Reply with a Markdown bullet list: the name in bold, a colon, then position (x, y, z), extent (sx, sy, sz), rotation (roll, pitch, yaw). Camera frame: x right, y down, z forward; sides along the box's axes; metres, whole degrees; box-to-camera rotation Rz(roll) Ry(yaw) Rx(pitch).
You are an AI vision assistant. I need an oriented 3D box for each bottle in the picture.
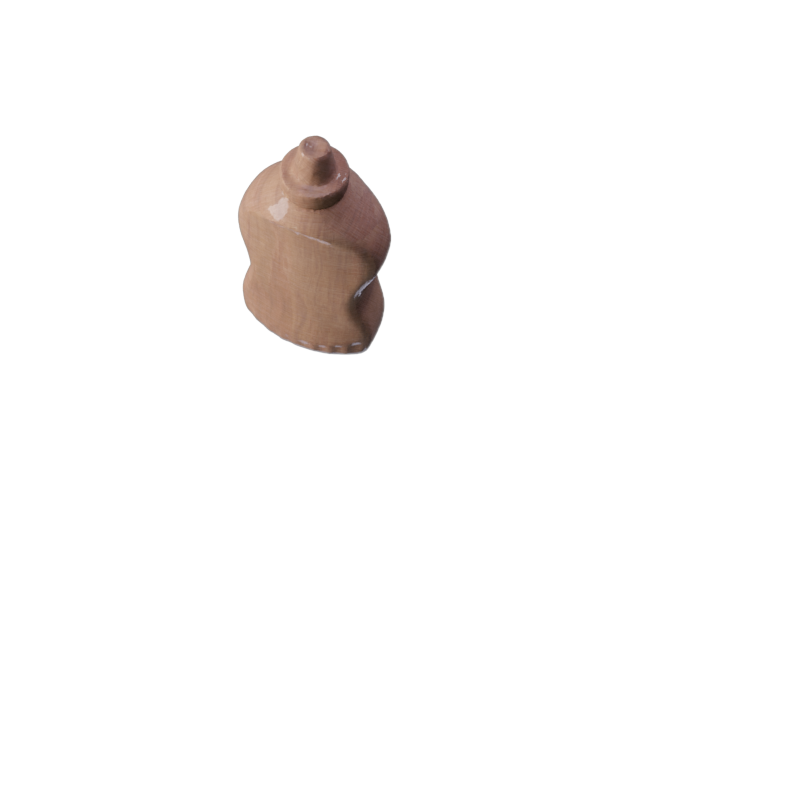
- **bottle**: position (-0.055, -0.100, 0.700), extent (0.098, 0.060, 0.180), rotation (24, -26, 9)
